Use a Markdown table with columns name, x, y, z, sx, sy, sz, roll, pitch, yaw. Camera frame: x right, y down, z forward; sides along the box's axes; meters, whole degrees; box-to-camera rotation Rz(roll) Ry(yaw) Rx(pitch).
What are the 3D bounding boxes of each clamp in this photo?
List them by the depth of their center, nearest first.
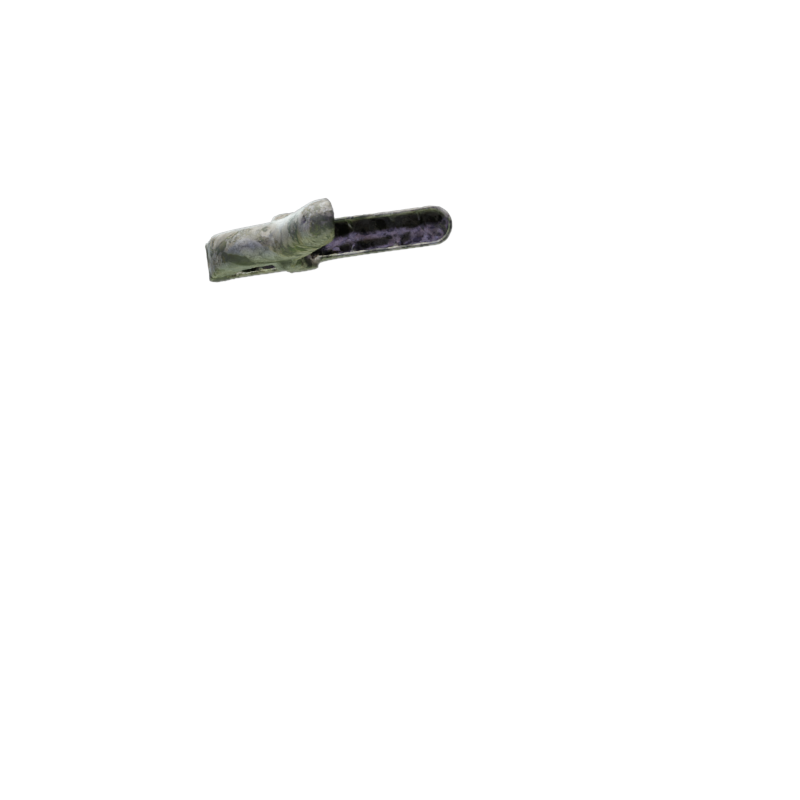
| name | x | y | z | sx | sy | sz | roll | pitch | yaw |
| --- | --- | --- | --- | --- | --- | --- | --- | --- | --- |
| clamp | -0.055 | -0.101 | 0.704 | 0.115 | 0.040 | 0.177 | 1 | -2 | -39 |
